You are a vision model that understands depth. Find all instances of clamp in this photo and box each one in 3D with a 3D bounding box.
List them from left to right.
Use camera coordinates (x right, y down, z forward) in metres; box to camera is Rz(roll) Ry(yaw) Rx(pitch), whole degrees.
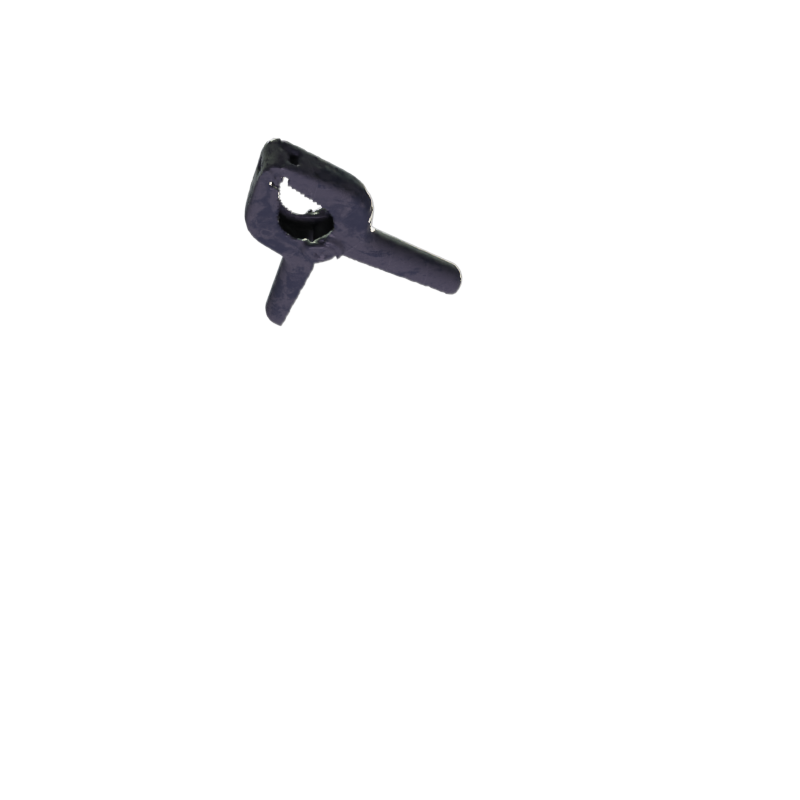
[{"bbox_3d":[-0.065,-0.119,0.834,0.167,0.039,0.194,-14,-32,22],"label":"clamp"}]
